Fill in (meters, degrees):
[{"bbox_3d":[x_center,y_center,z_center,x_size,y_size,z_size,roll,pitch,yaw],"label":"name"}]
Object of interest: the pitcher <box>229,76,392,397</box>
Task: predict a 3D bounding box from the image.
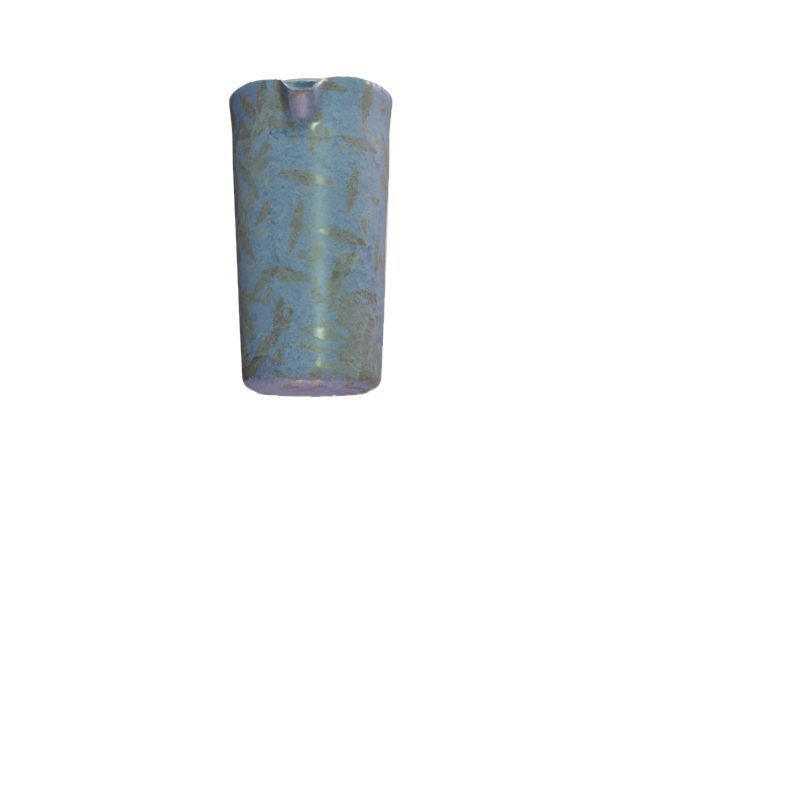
[{"bbox_3d":[-0.070,-0.127,0.890,0.142,0.250,0.148,9,-14,-43],"label":"pitcher"}]
